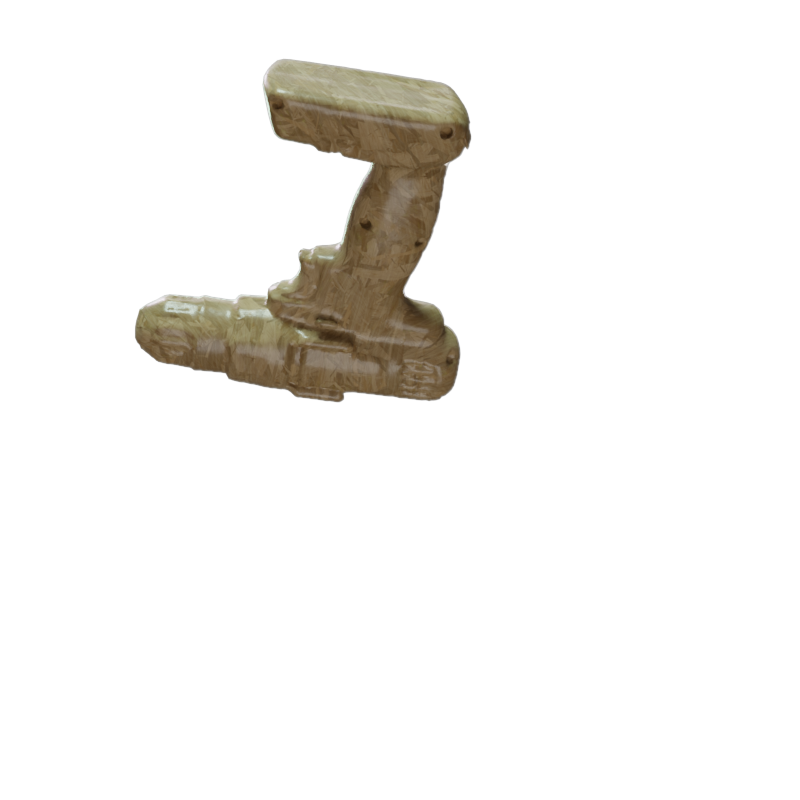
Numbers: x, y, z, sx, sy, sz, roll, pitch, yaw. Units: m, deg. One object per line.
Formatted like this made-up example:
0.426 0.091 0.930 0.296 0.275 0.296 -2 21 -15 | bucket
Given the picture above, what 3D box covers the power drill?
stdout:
-0.047 -0.085 0.598 0.183 0.177 0.061 7 33 -5 | power drill
